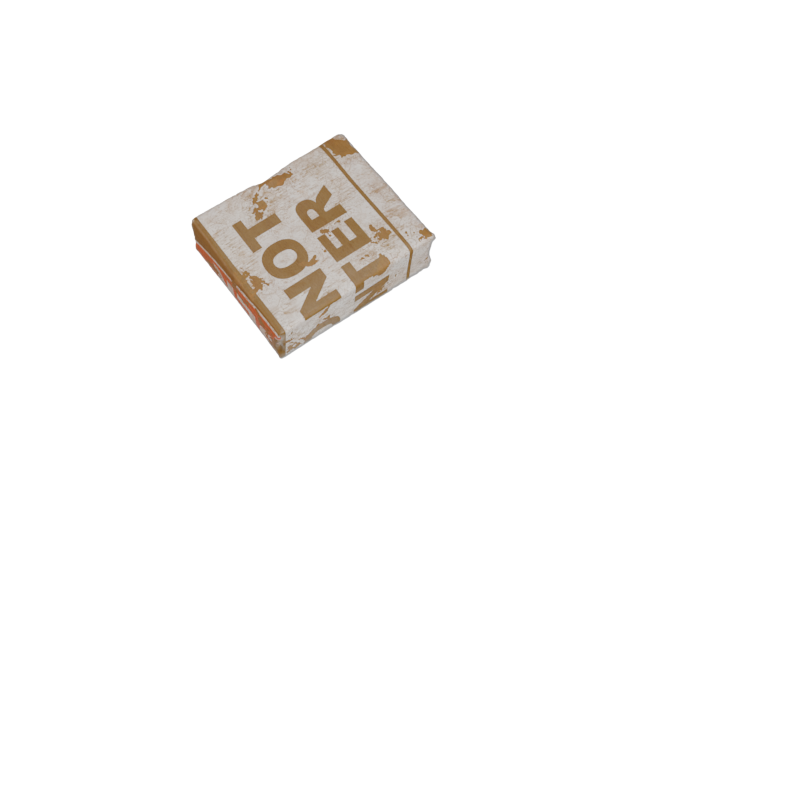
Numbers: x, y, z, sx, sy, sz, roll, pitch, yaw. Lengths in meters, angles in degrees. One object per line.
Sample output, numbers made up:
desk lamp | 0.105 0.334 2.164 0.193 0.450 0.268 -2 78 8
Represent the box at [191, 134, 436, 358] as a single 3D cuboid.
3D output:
box | -0.040 -0.074 0.516 0.089 0.077 0.028 -33 -23 -17
